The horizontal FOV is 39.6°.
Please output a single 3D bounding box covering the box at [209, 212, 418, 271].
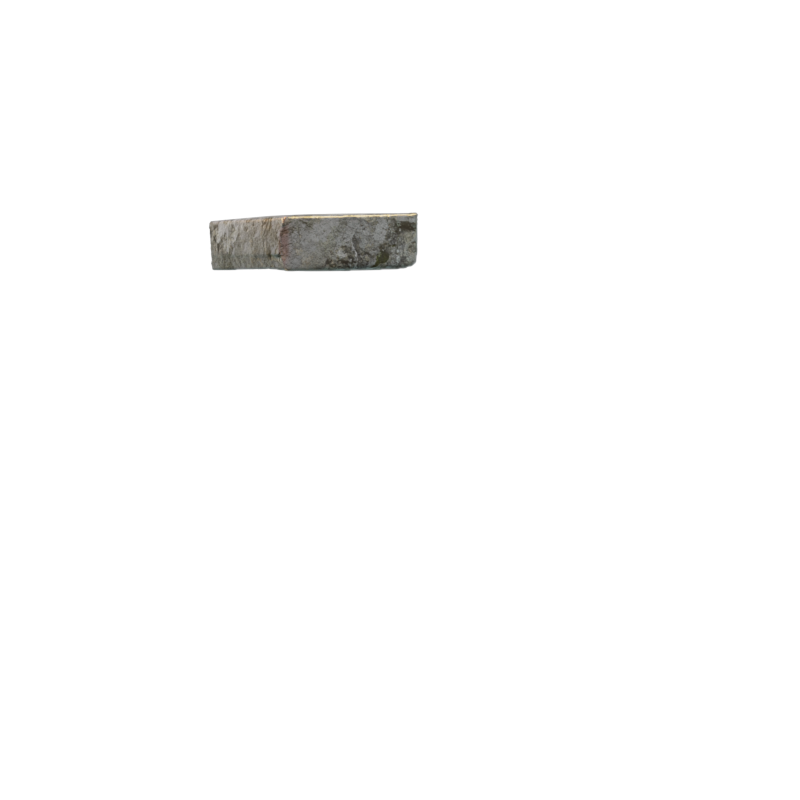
[{"bbox_3d":[-0.058,-0.106,0.742,0.110,0.039,0.094,-6,9,-38],"label":"box"}]
